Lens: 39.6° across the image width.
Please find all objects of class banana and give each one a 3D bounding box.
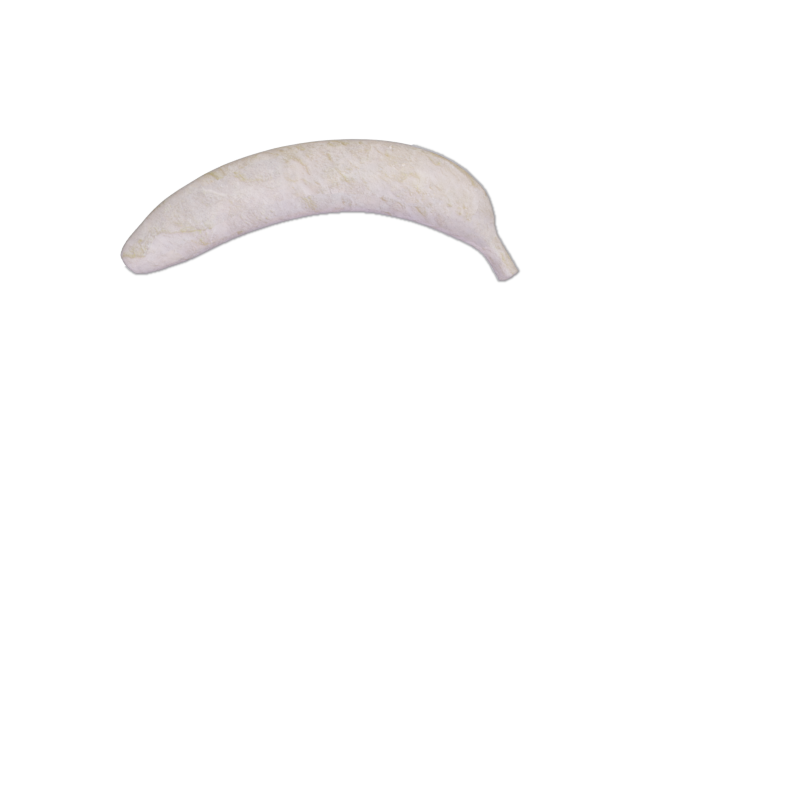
[{"bbox_3d":[-0.039,-0.096,0.551,0.198,0.072,0.035,1,-15,0],"label":"banana"}]
